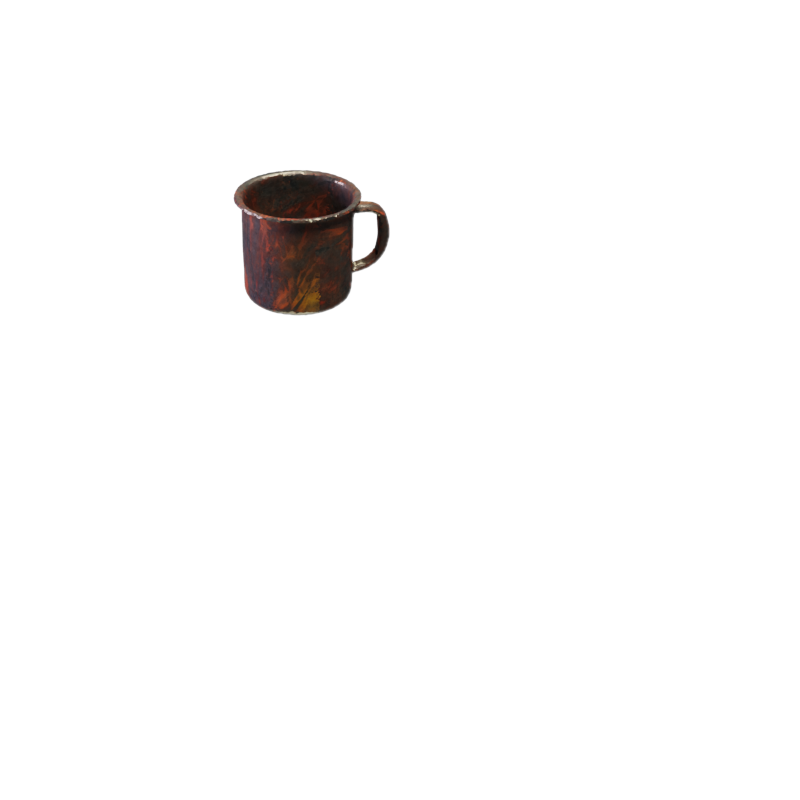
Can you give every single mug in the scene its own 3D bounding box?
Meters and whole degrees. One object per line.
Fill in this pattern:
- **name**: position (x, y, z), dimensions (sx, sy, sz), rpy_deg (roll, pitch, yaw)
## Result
- **mug**: position (-0.065, -0.118, 0.827), dimensions (0.115, 0.077, 0.100), rpy_deg (-9, 32, -16)
